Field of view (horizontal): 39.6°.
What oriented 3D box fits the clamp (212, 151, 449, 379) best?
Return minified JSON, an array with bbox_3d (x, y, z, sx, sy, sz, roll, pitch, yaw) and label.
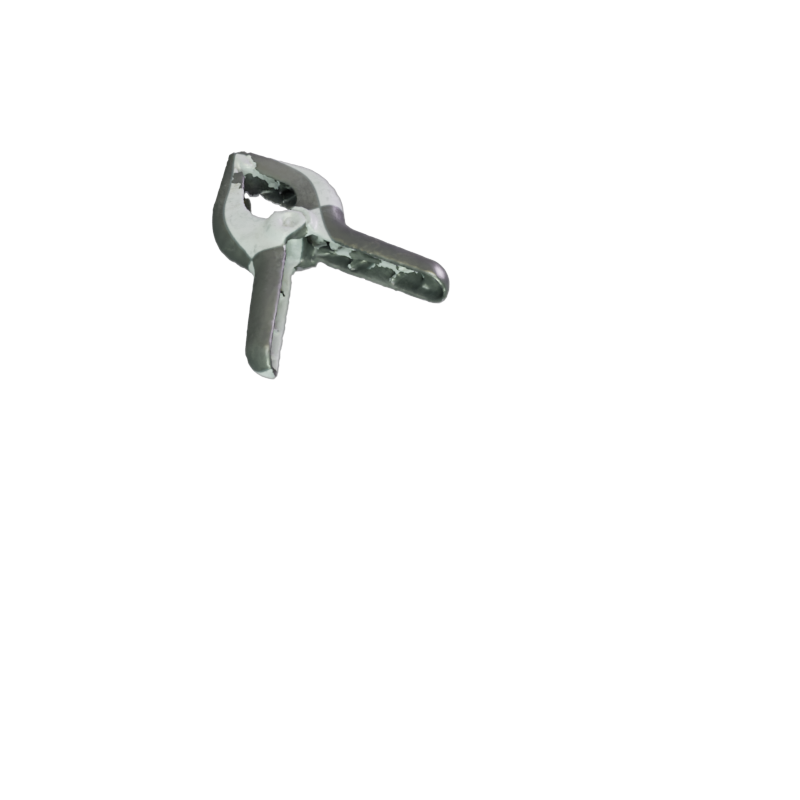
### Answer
[{"bbox_3d":[-0.051,-0.093,0.650,0.119,0.186,0.036,-14,-40,-13],"label":"clamp"}]
